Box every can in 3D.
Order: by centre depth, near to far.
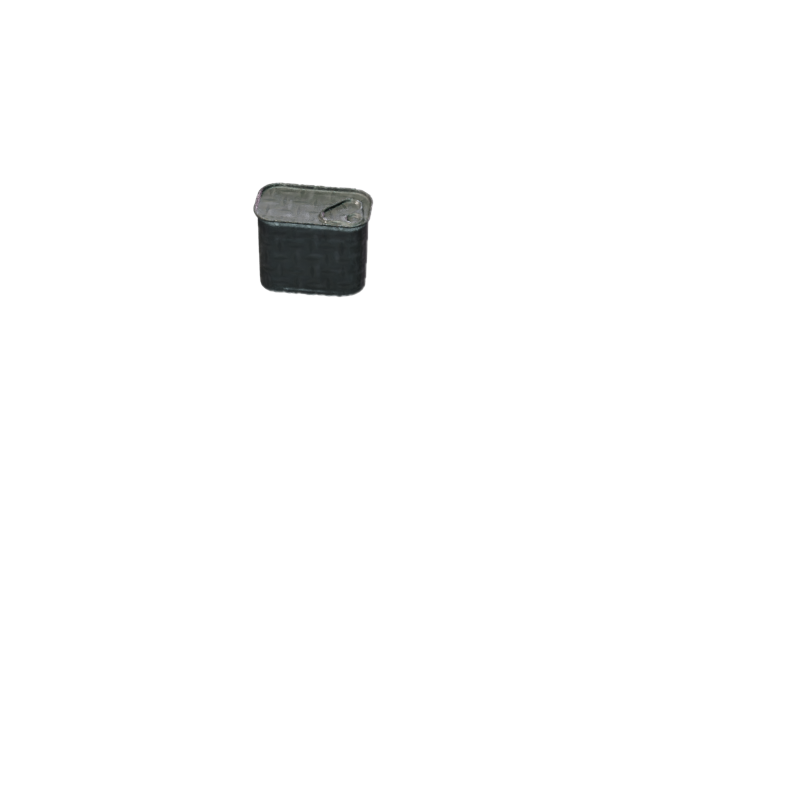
[{"bbox_3d":[-0.077,-0.141,0.985,0.103,0.078,0.061,5,41,4],"label":"can"}]
